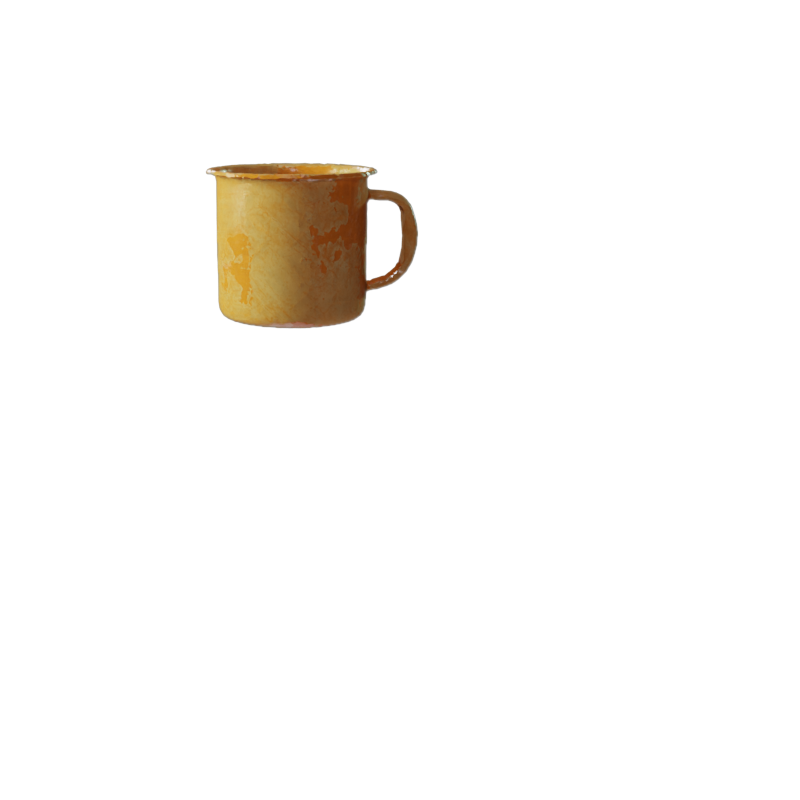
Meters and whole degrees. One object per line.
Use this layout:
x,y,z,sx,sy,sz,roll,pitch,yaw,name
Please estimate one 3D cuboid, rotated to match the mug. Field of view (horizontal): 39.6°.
-0.048,-0.087,0.610,0.115,0.080,0.097,-3,13,-14,mug
